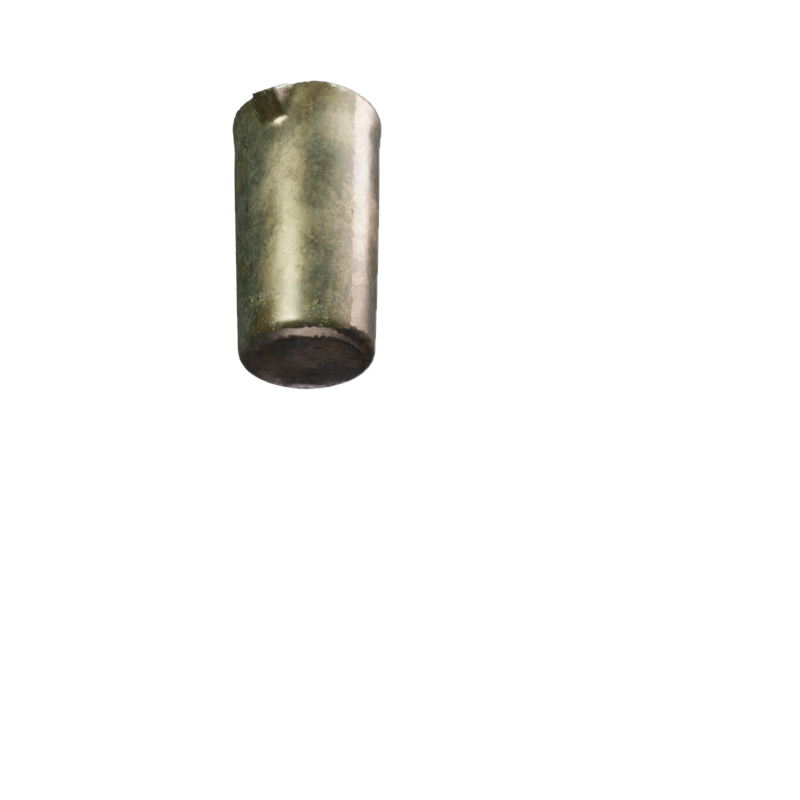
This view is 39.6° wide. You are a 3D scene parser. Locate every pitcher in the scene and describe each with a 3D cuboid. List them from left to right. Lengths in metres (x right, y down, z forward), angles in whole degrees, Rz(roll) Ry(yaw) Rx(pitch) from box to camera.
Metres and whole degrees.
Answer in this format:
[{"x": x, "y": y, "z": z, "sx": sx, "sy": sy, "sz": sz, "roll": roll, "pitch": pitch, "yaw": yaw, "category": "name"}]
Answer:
[{"x": -0.073, "y": -0.134, "z": 0.935, "sx": 0.145, "sy": 0.259, "sz": 0.140, "roll": 10, "pitch": -33, "yaw": -19, "category": "pitcher"}]
